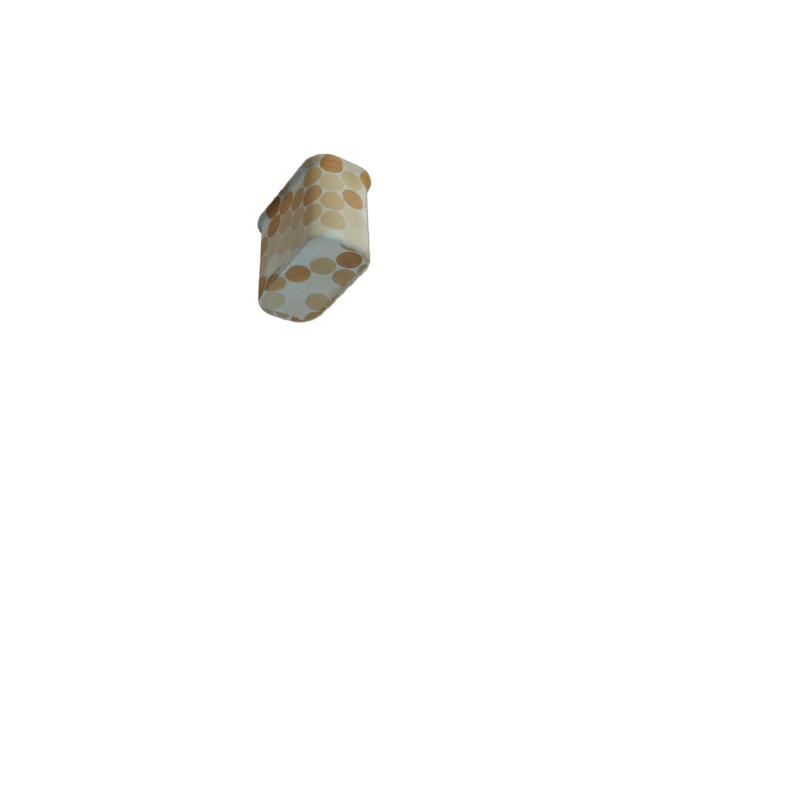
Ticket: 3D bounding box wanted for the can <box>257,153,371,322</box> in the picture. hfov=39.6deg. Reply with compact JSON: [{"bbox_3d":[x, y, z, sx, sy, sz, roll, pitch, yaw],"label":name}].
[{"bbox_3d":[-0.065,-0.118,0.826,0.055,0.090,0.100,23,-45,-27],"label":"can"}]
